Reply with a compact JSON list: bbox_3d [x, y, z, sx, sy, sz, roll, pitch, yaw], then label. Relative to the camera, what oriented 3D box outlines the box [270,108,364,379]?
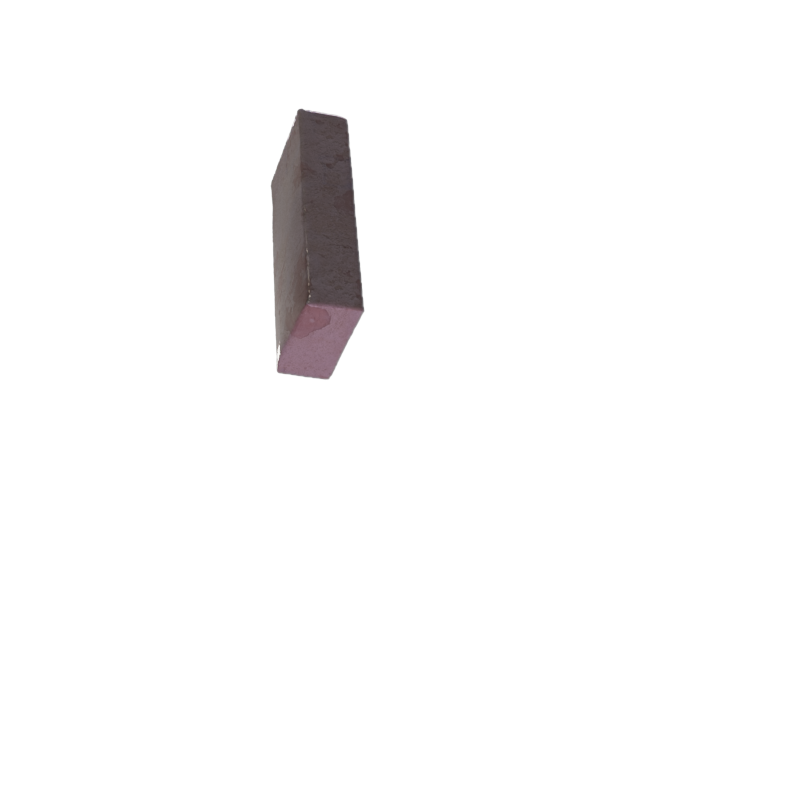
[{"bbox_3d":[-0.062,-0.114,0.798,0.047,0.189,0.089,9,-36,-16],"label":"box"}]
